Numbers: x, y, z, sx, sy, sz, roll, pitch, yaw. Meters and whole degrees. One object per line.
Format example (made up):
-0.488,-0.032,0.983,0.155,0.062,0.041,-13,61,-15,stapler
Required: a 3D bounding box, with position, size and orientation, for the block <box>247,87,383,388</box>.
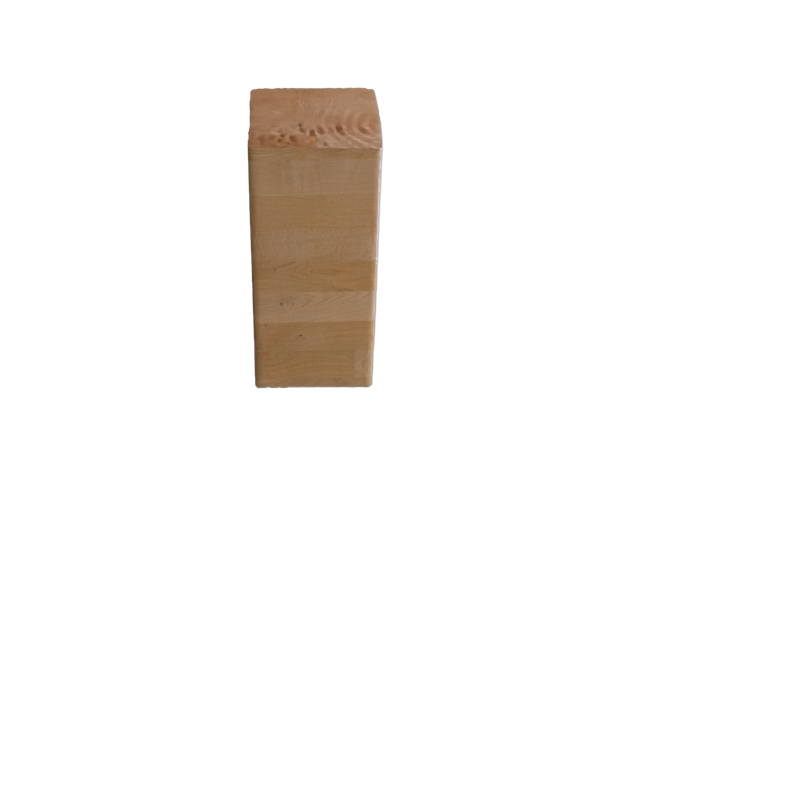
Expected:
-0.063,-0.116,0.811,0.090,0.193,0.097,0,37,-4,block
